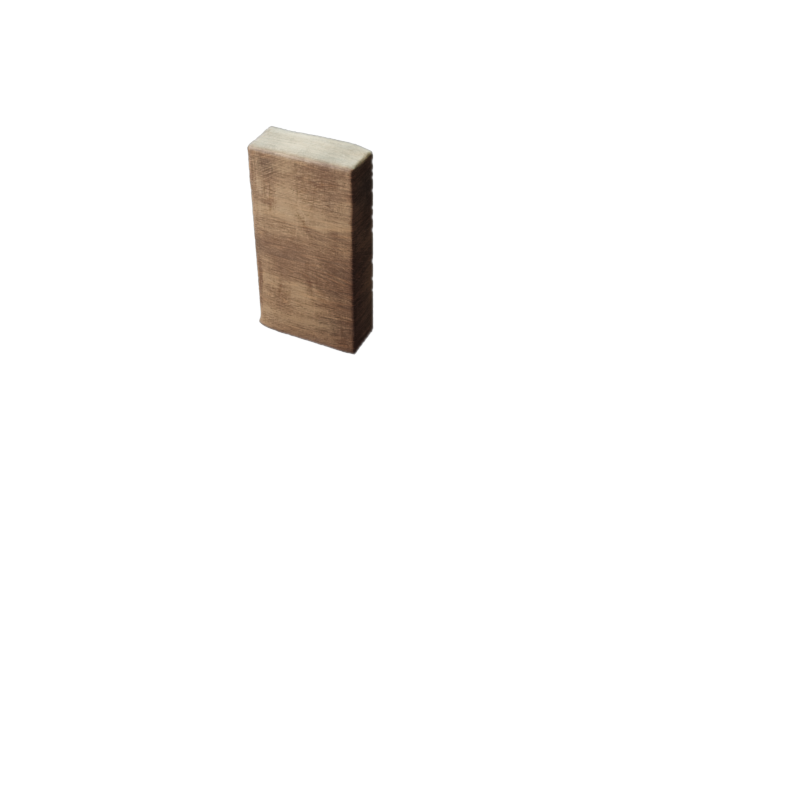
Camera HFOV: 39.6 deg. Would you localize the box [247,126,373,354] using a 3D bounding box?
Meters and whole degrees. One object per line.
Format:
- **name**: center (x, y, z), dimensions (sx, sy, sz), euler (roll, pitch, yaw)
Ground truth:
- **box**: center (-0.069, -0.127, 0.891), dimensions (0.097, 0.165, 0.049), euler (18, 37, 21)
